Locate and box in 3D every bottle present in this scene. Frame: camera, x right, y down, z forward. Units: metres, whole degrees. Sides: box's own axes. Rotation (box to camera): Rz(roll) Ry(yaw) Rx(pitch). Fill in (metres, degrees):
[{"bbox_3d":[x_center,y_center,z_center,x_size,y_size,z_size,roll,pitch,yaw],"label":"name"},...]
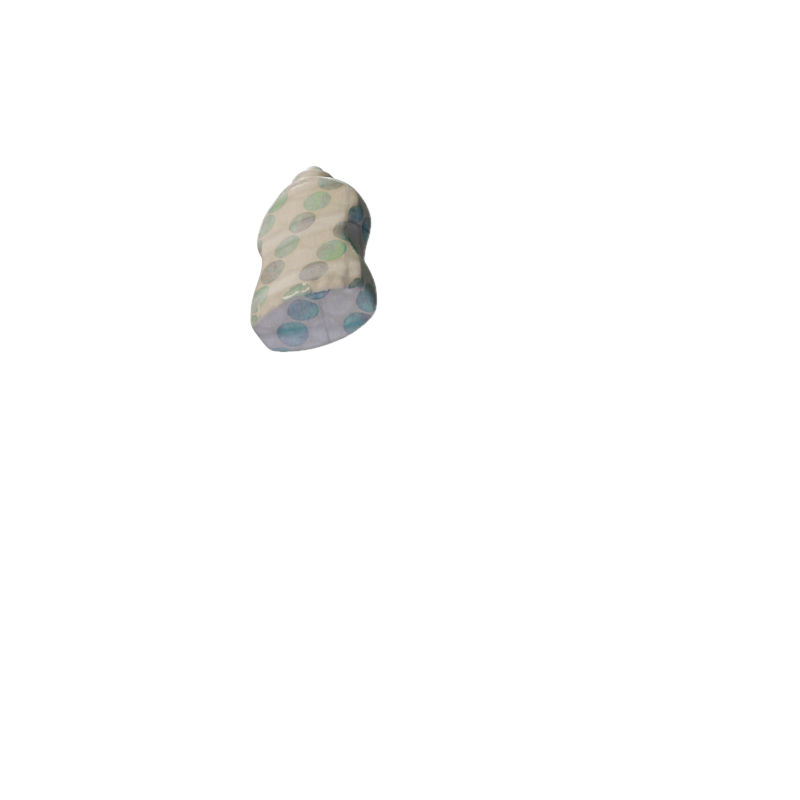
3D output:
[{"bbox_3d":[-0.070,-0.129,0.903,0.096,0.206,0.054,-22,-48,16],"label":"bottle"}]
